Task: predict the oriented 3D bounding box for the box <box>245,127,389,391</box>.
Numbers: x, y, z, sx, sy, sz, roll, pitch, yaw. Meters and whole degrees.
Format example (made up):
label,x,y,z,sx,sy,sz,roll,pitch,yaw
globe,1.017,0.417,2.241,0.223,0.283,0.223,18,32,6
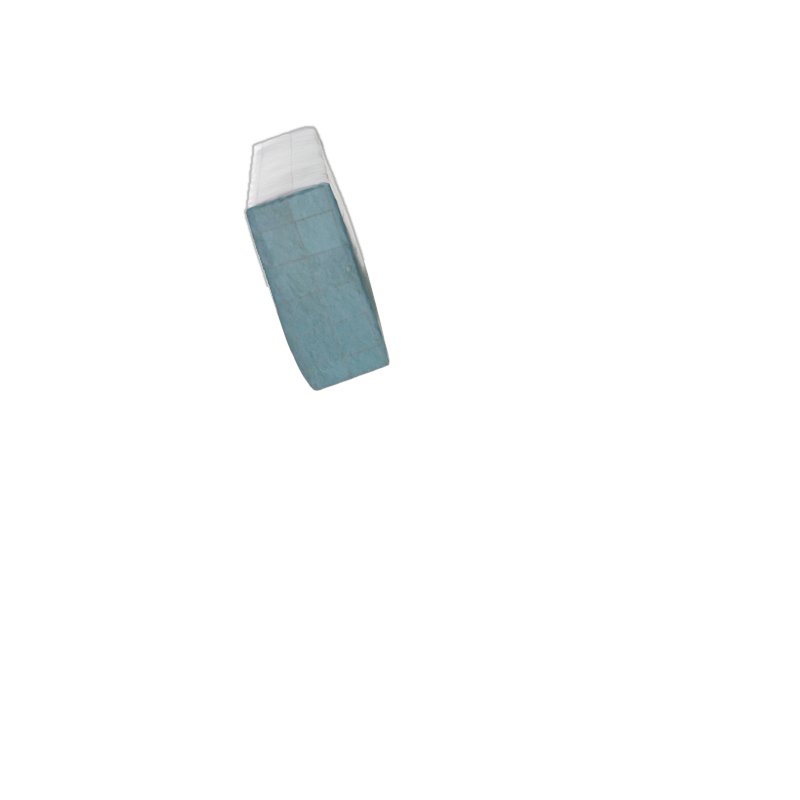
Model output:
label,x,y,z,sx,sy,sz,roll,pitch,yaw
box,-0.045,-0.083,0.576,0.048,0.089,0.184,-17,22,3
